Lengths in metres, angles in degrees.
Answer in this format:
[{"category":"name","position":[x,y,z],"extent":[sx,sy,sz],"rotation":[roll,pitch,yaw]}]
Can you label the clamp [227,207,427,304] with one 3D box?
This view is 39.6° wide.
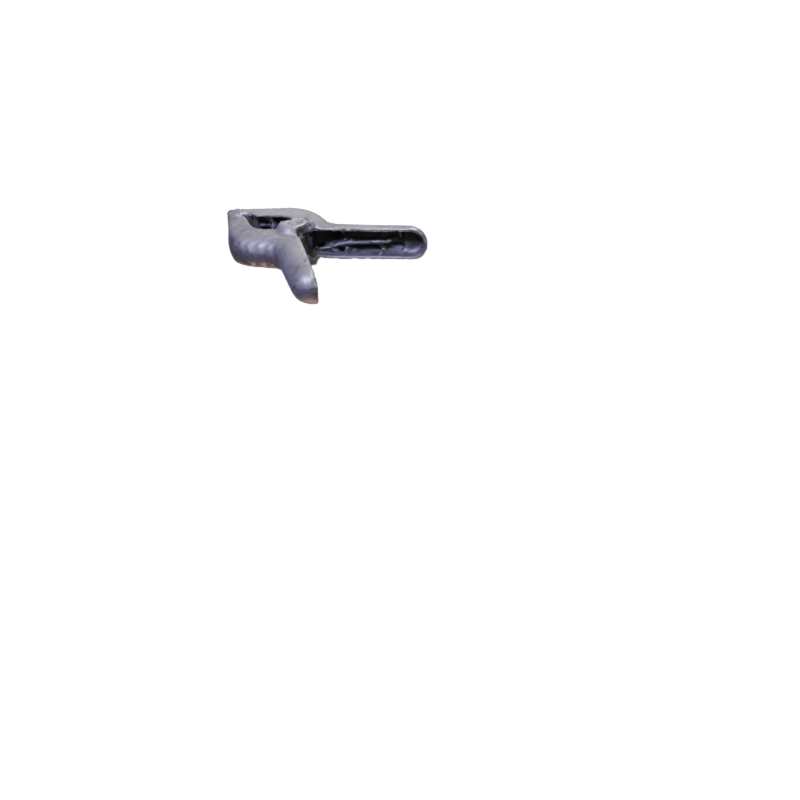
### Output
[{"category":"clamp","position":[-0.066,-0.120,0.842],"extent":[0.118,0.037,0.183],"rotation":[-16,30,-30]}]
